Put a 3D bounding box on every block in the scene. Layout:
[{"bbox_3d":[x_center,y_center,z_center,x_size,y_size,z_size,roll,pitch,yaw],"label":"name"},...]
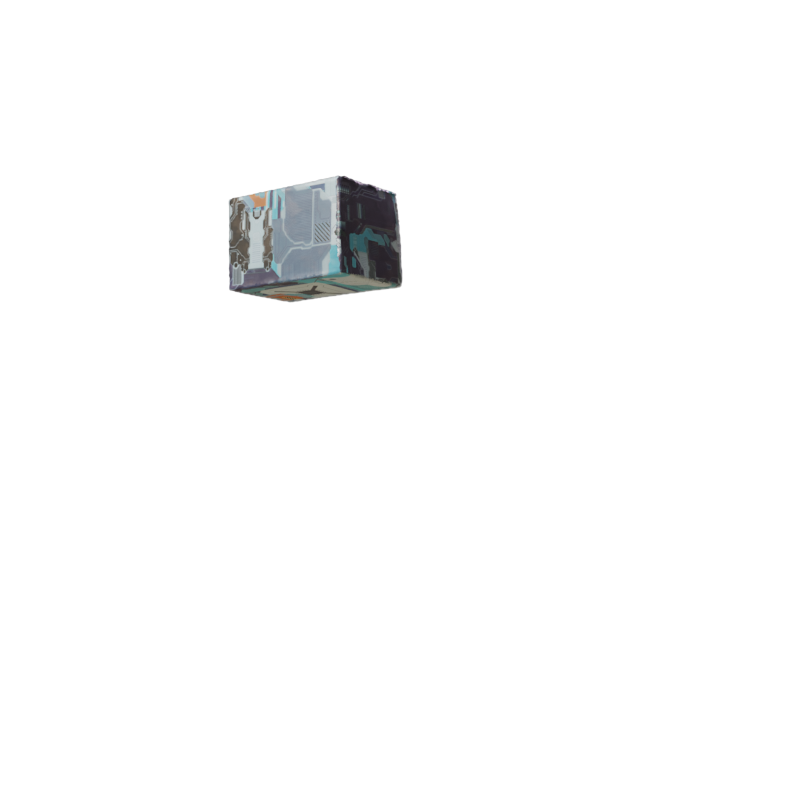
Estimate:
[{"bbox_3d":[-0.046,-0.083,0.582,0.080,0.052,0.050,-5,-9,36],"label":"block"}]
